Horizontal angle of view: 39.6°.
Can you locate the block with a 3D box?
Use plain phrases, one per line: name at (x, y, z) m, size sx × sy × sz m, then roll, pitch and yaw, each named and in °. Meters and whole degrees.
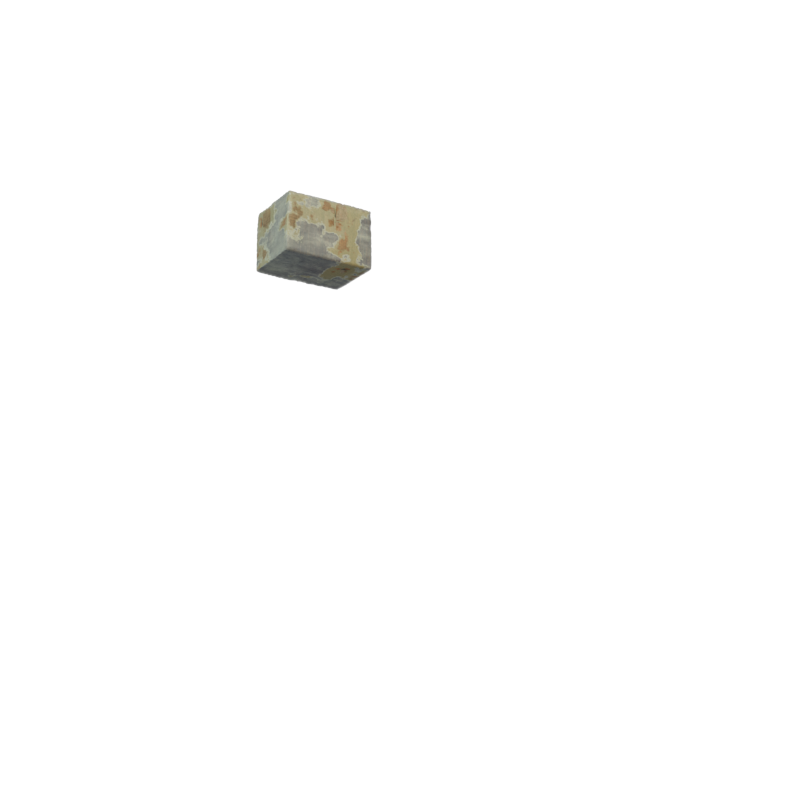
block at (-0.069, -0.125, 0.876) m, size 0.074 × 0.054 × 0.053 m, roll 11°, pitch -23°, yaw -30°
